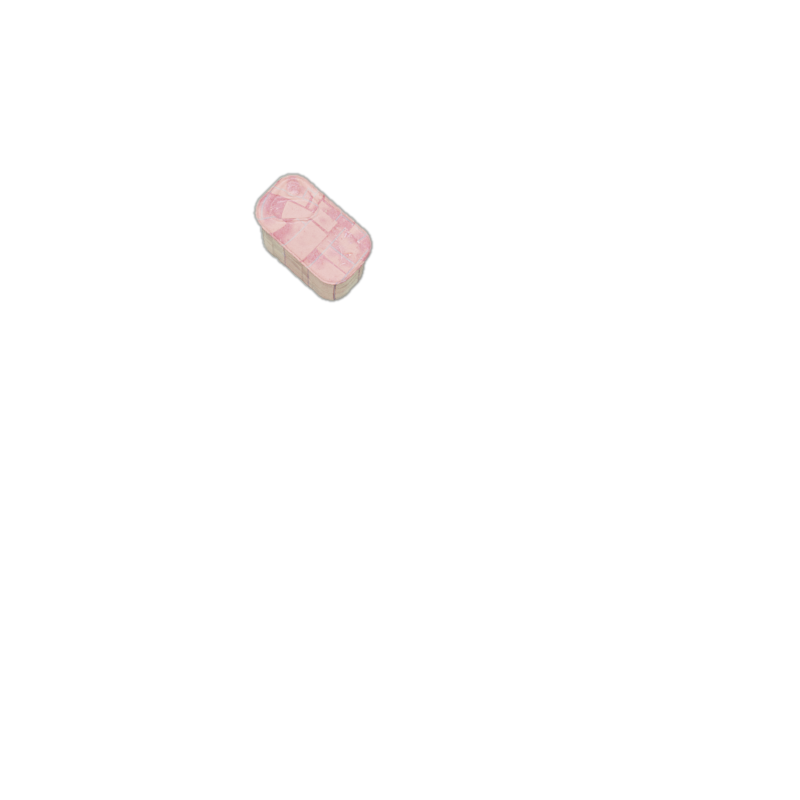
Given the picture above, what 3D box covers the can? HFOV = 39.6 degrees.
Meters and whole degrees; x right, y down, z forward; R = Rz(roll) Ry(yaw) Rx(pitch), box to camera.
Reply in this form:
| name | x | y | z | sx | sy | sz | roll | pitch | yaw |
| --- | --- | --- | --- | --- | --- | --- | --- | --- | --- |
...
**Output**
| name | x | y | z | sx | sy | sz | roll | pitch | yaw |
| --- | --- | --- | --- | --- | --- | --- | --- | --- | --- |
| can | -0.075 | -0.137 | 0.960 | 0.104 | 0.058 | 0.081 | 42 | -10 | 7 |
